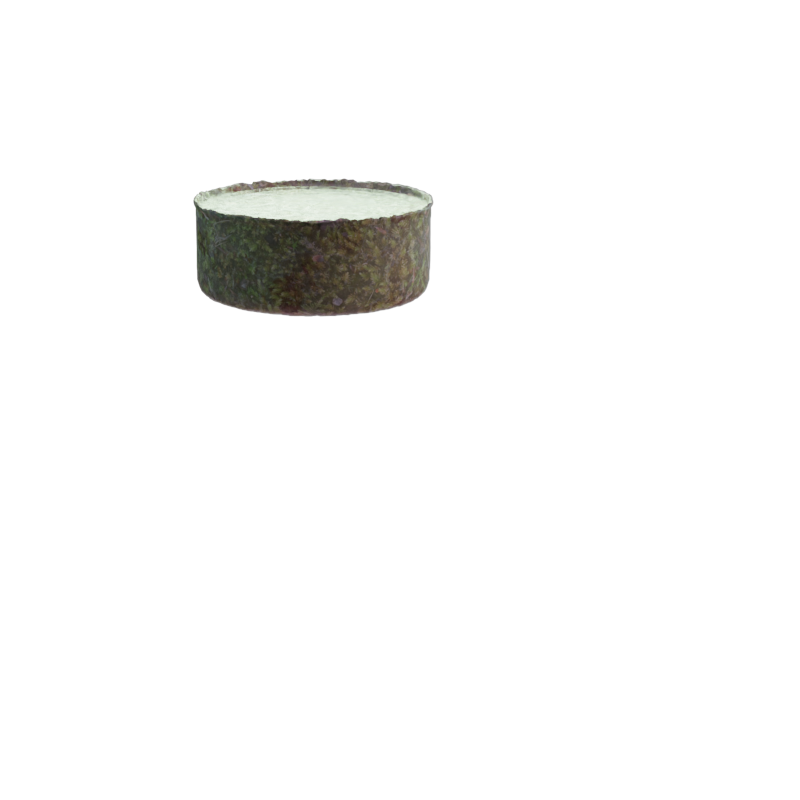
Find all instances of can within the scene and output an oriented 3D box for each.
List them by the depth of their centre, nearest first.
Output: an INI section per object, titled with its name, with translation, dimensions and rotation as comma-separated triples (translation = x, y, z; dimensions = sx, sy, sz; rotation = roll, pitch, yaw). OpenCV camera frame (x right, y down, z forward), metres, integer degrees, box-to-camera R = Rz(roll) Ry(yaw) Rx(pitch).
[can]
translation = -0.031, -0.057, 0.401
dimensions = 0.086, 0.032, 0.089
rotation = -1, 19, -2
